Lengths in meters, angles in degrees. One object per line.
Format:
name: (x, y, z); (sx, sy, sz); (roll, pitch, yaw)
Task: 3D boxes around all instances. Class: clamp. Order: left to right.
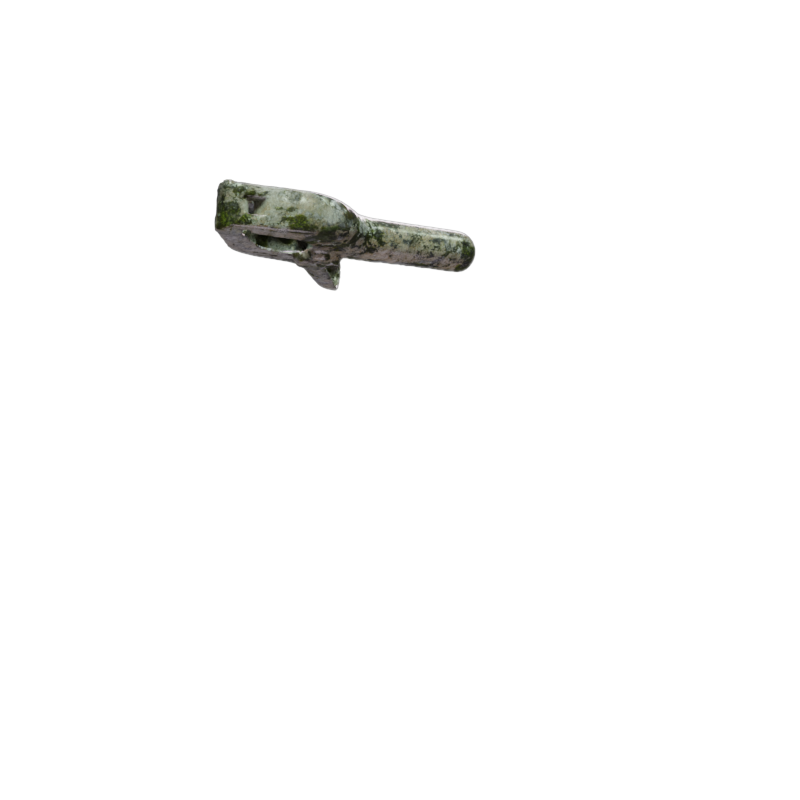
clamp: (-0.052, -0.095, 0.667); (0.162, 0.041, 0.122); (12, -19, -41)
